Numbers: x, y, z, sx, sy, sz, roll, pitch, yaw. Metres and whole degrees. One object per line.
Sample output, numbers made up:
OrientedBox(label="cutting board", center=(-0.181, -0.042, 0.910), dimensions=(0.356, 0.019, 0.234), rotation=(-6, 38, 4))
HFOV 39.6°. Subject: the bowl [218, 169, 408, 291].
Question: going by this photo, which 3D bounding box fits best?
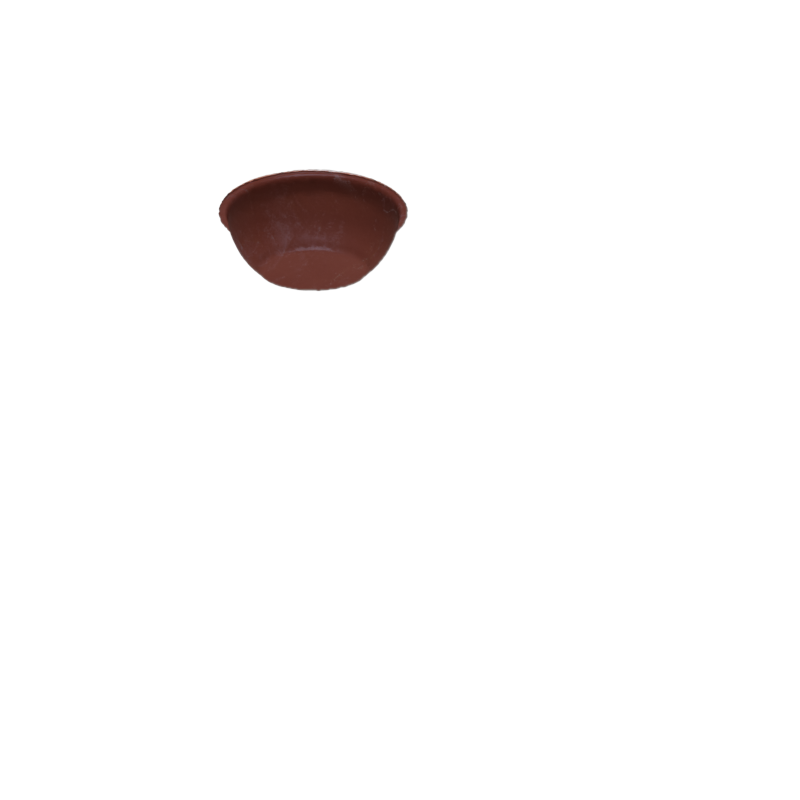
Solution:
OrientedBox(label="bowl", center=(-0.073, -0.134, 0.937), dimensions=(0.162, 0.058, 0.155), rotation=(0, -18, -2))
